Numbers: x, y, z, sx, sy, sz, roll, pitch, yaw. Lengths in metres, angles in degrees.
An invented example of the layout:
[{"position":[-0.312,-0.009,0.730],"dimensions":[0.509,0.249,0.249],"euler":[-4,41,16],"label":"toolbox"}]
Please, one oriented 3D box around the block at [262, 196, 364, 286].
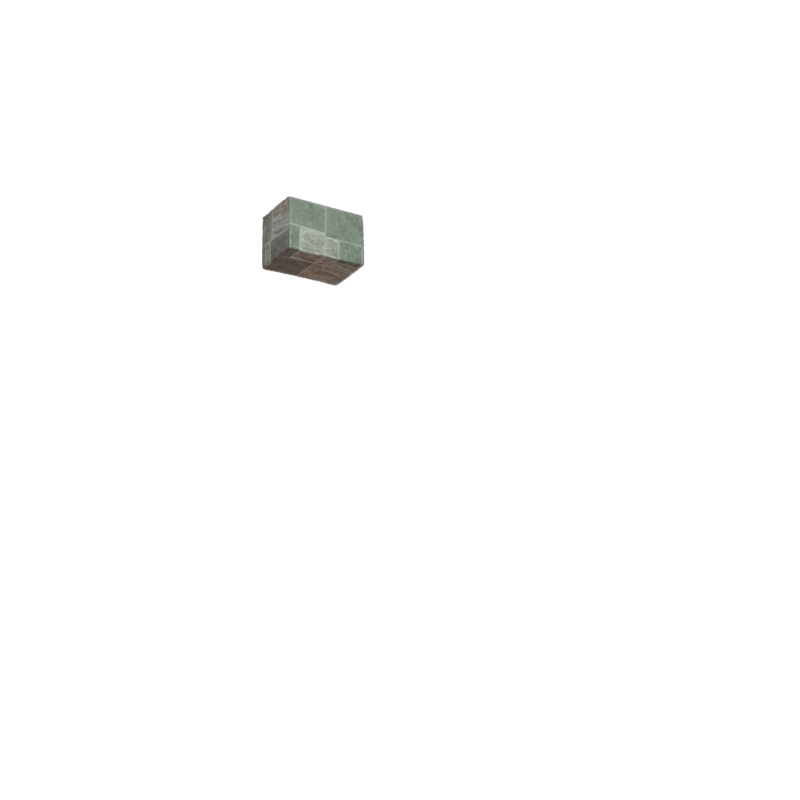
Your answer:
[{"position":[-0.077,-0.141,0.985],"dimensions":[0.074,0.054,0.052],"euler":[12,-25,-30],"label":"block"}]
